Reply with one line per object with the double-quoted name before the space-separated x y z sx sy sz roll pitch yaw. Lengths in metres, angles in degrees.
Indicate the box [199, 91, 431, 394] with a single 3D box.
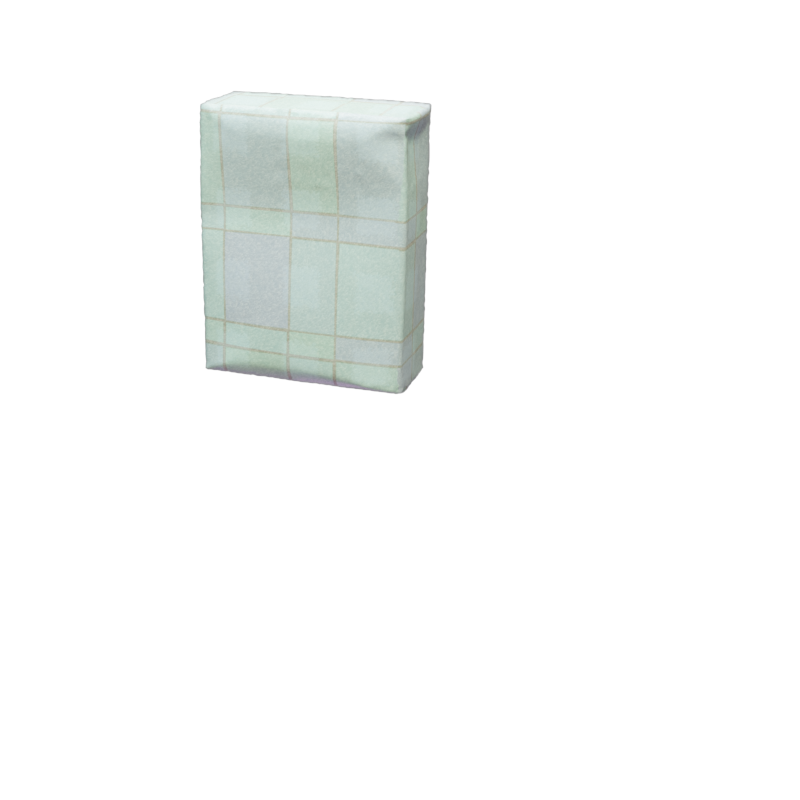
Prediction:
"box" -0.066 -0.120 0.844 0.169 0.205 0.073 8 19 18
